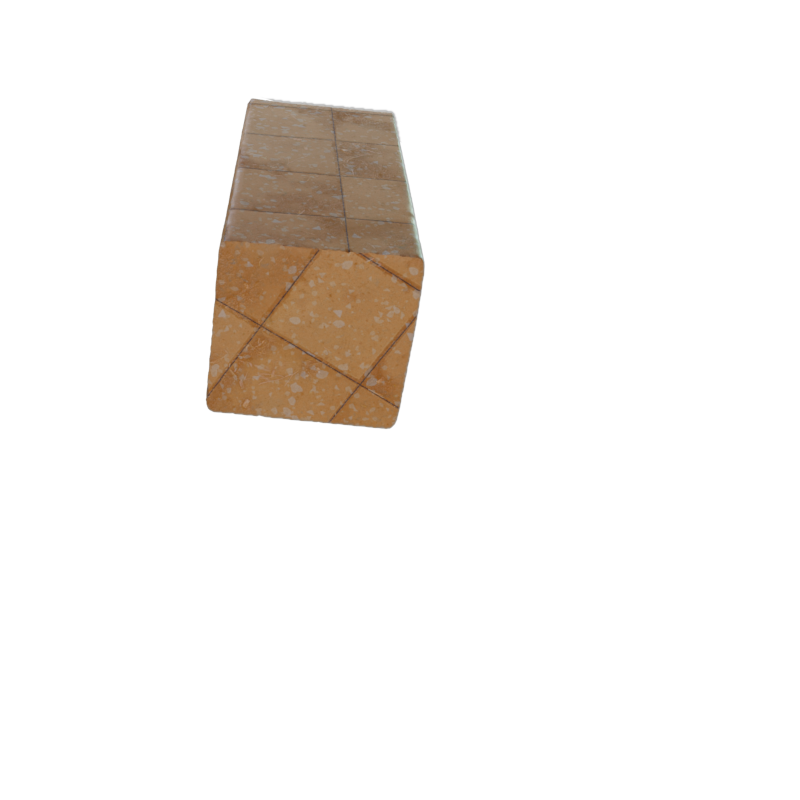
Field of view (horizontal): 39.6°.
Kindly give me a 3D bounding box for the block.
[{"bbox_3d":[-0.046,-0.083,0.584,0.090,0.086,0.219,5,30,-7],"label":"block"}]
